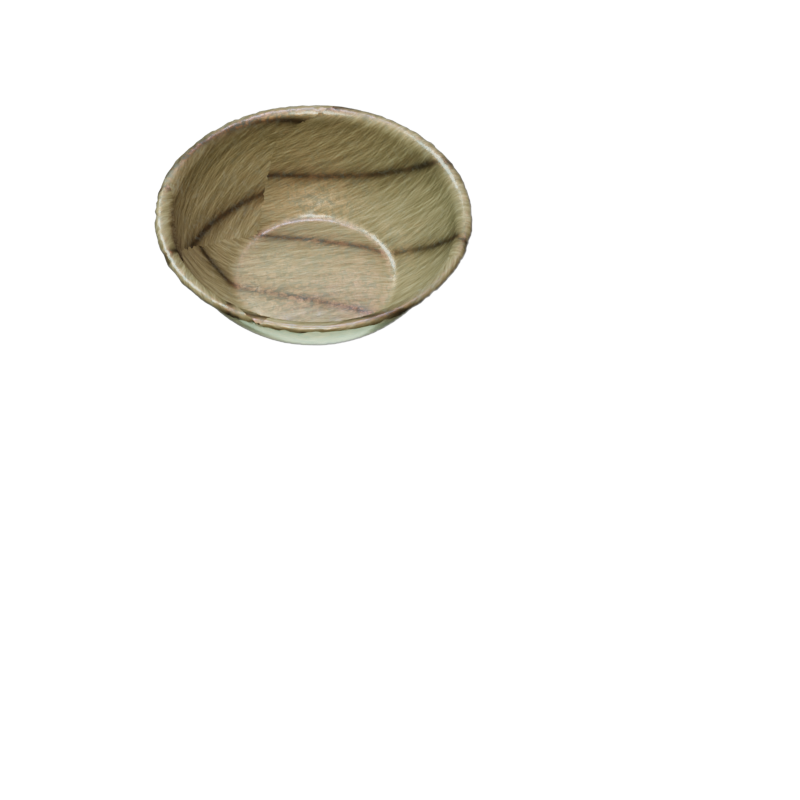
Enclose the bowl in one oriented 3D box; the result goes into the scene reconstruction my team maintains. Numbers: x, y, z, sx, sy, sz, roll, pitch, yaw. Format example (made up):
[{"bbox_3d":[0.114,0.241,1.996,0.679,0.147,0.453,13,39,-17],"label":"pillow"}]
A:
[{"bbox_3d":[-0.046,-0.083,0.582,0.162,0.174,0.051,-1,-40,-1],"label":"bowl"}]
